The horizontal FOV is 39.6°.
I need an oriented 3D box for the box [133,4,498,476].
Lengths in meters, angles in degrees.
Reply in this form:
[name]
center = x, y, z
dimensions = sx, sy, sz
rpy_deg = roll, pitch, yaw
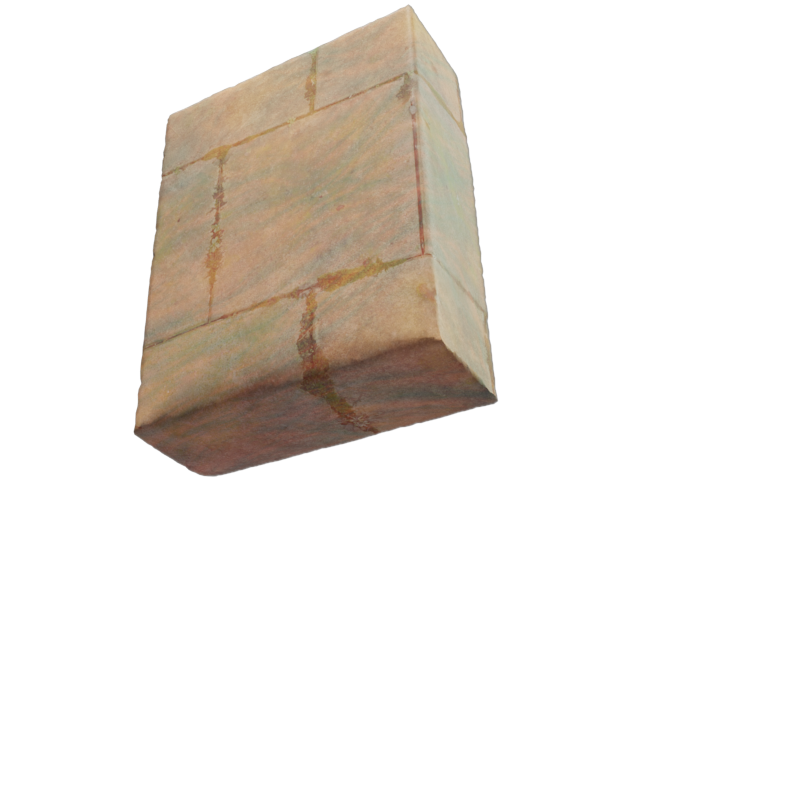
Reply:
[box]
center = -0.045, -0.082, 0.577
dimensions = 0.166, 0.229, 0.066
rpy_deg = -18, -38, 22
